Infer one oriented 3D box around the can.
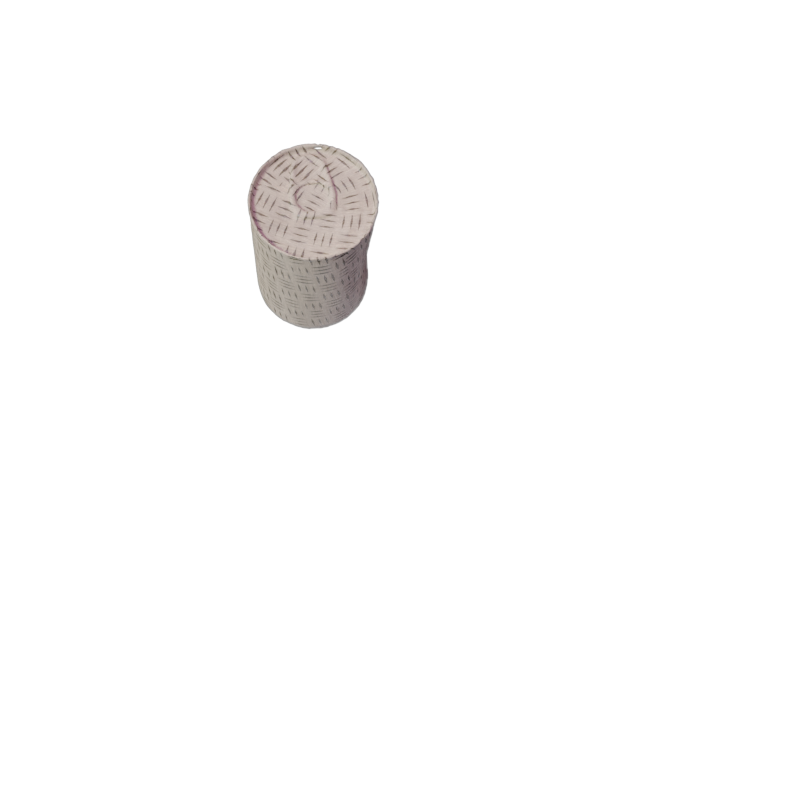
[{"bbox_3d":[-0.048,-0.088,0.617,0.068,0.072,0.097,0,-20,-3],"label":"can"}]
